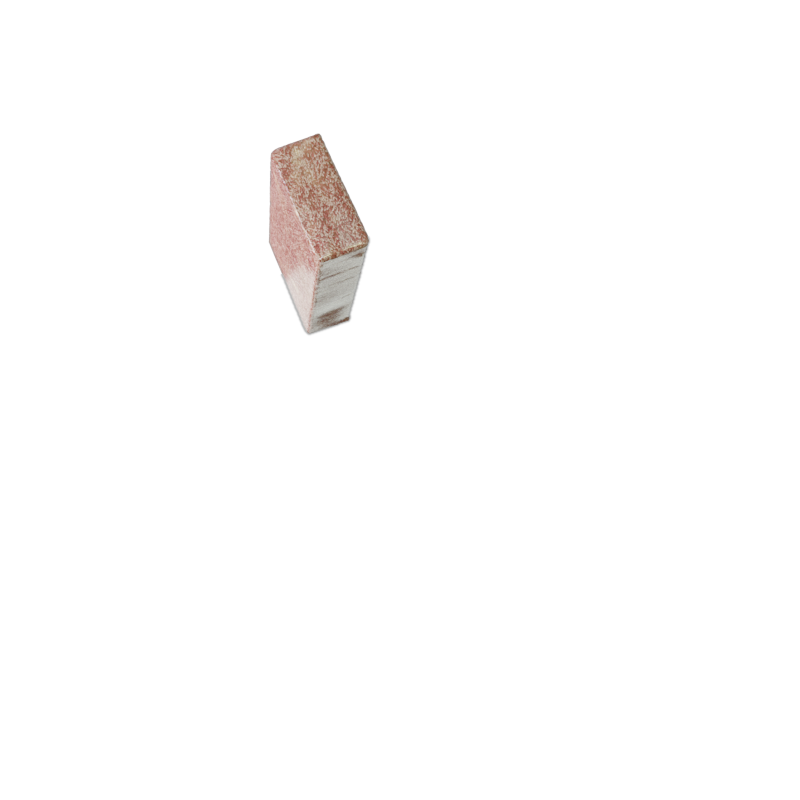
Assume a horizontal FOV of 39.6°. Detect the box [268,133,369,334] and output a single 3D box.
[{"bbox_3d":[-0.067,-0.121,0.846,0.048,0.098,0.169,-22,-13,-9],"label":"box"}]
